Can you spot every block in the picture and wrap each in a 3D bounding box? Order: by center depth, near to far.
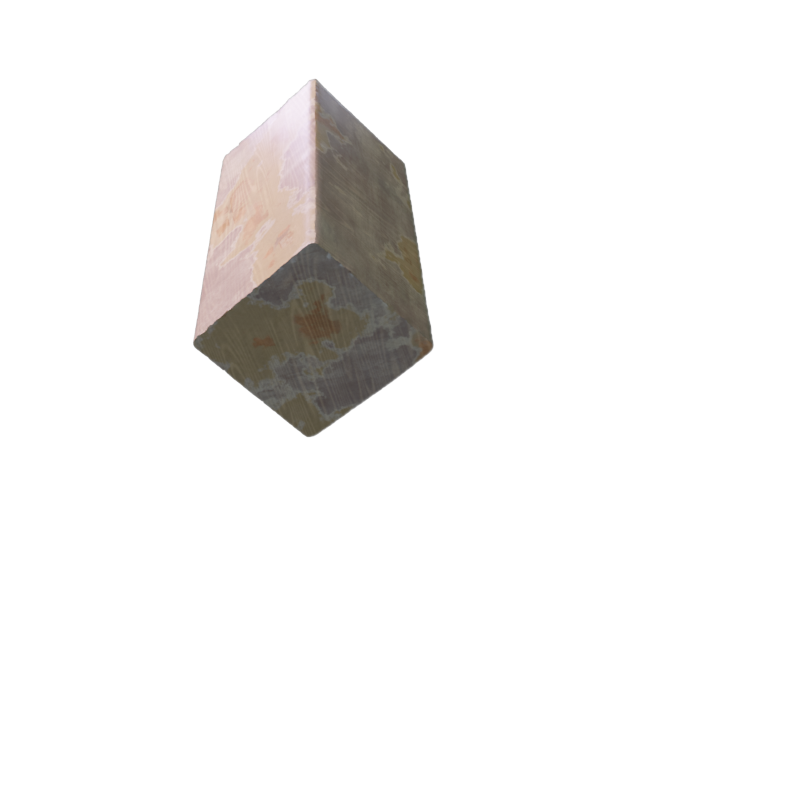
[{"bbox_3d":[-0.051,-0.092,0.645,0.089,0.220,0.086,-38,-60,21],"label":"block"}]
